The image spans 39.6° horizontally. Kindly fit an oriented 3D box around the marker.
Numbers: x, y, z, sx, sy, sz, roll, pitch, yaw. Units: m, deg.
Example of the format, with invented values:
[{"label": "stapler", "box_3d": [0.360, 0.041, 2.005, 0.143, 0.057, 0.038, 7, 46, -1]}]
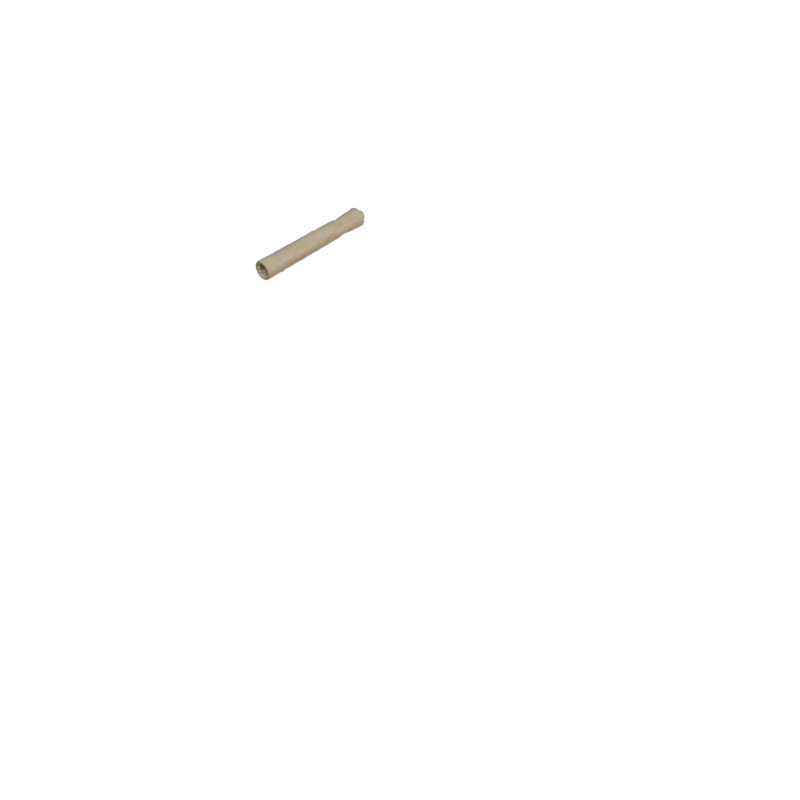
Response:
[{"label": "marker", "box_3d": [-0.078, -0.142, 0.993, 0.121, 0.019, 0.021, -35, 24, -32]}]
